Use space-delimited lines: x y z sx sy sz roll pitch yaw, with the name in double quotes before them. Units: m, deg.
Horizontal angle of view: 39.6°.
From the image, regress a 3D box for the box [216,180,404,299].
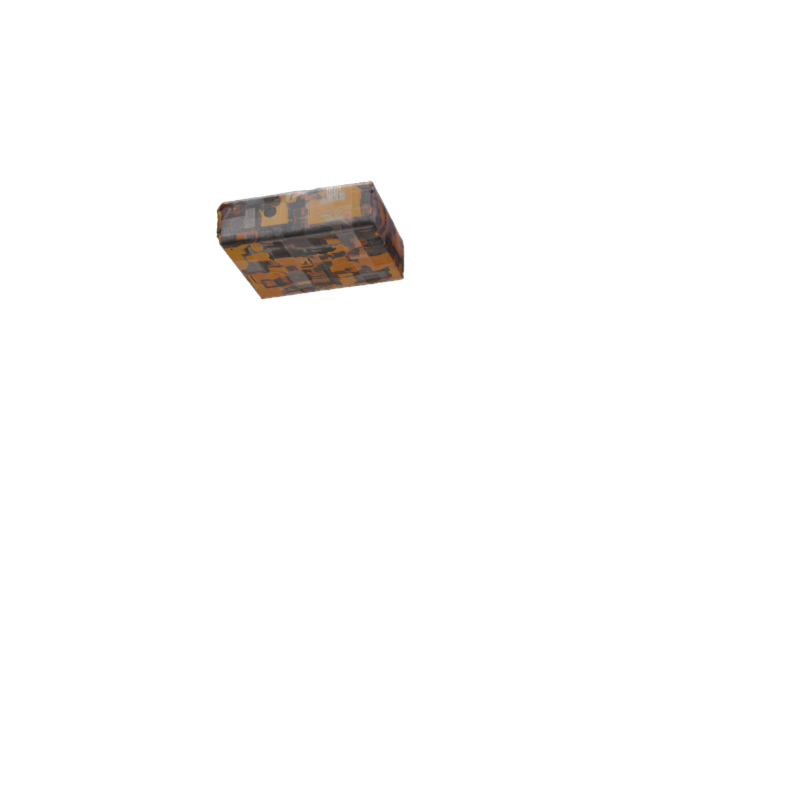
"box" -0.048 -0.088 0.617 0.090 0.032 0.068 -6 -21 14
